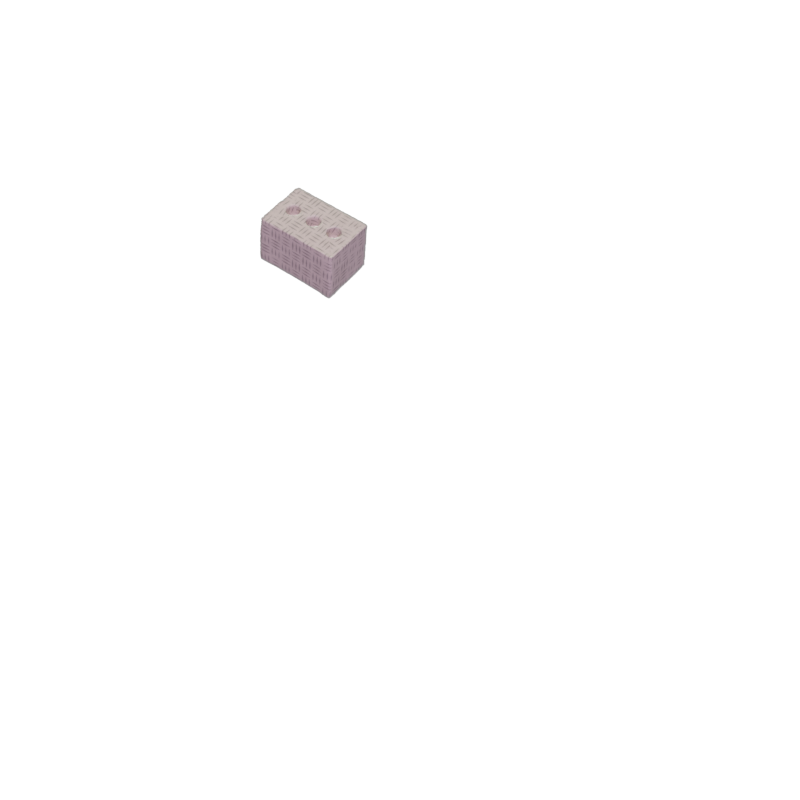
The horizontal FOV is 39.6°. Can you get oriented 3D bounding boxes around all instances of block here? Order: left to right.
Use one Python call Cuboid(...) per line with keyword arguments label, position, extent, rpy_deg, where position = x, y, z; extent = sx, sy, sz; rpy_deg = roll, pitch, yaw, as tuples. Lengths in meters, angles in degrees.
Cuboid(label="block", position=(-0.074, -0.135, 0.947), extent=(0.082, 0.048, 0.054), rpy_deg=(30, 55, 23))
